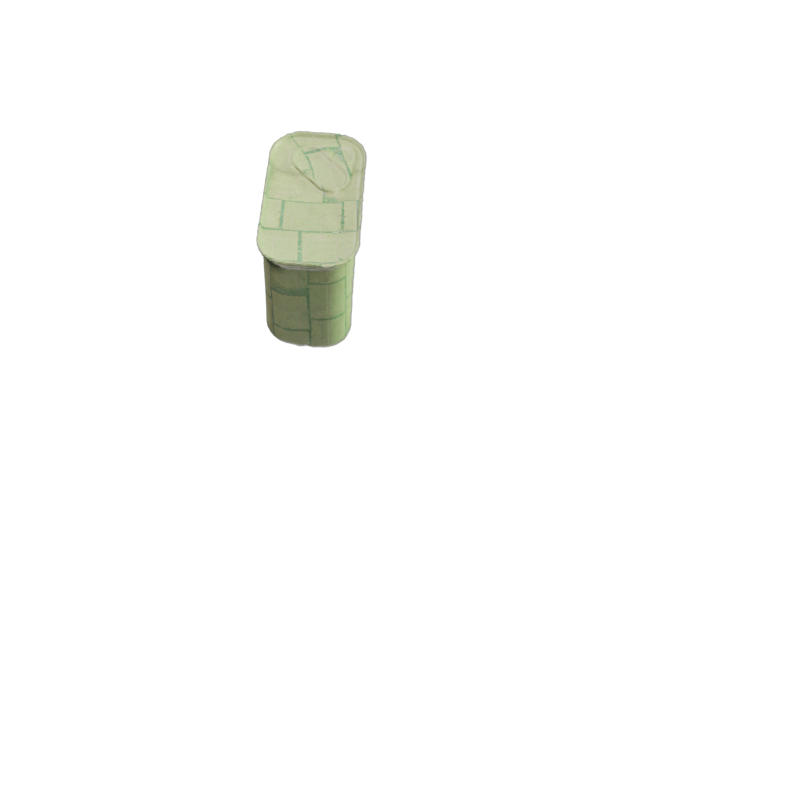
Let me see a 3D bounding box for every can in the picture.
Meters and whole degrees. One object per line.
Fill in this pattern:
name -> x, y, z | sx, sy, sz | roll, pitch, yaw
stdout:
can -> -0.052, -0.094, 0.659 | 0.058, 0.109, 0.078 | 3, -36, -1
